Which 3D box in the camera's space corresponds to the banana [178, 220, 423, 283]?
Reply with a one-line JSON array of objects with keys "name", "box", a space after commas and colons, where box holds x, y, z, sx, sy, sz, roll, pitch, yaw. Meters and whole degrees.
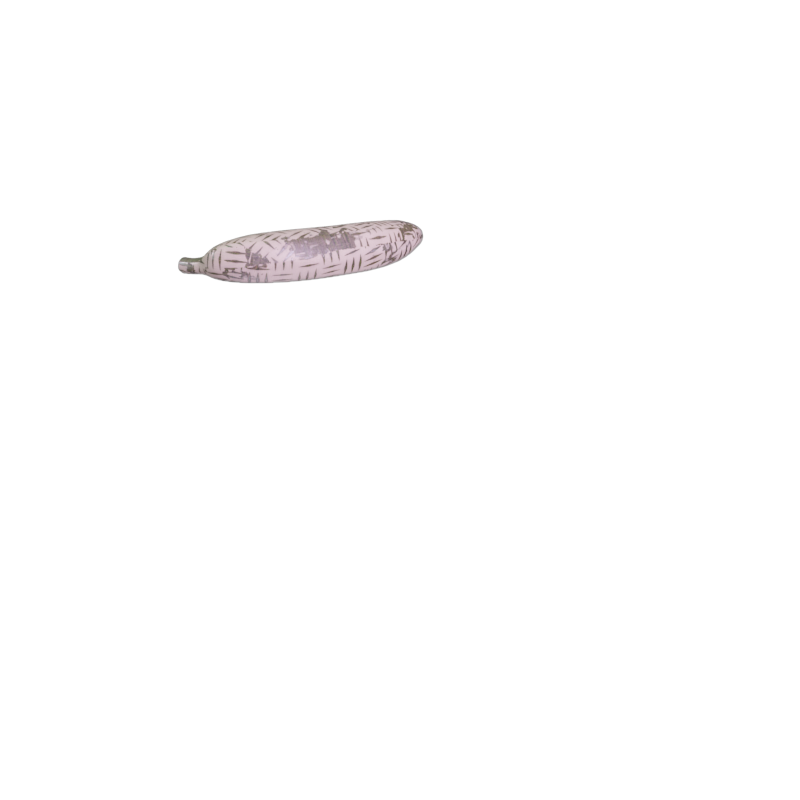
[{"name": "banana", "box": [-0.061, -0.113, 0.823, 0.194, 0.035, 0.074, -8, 22, -21]}]
